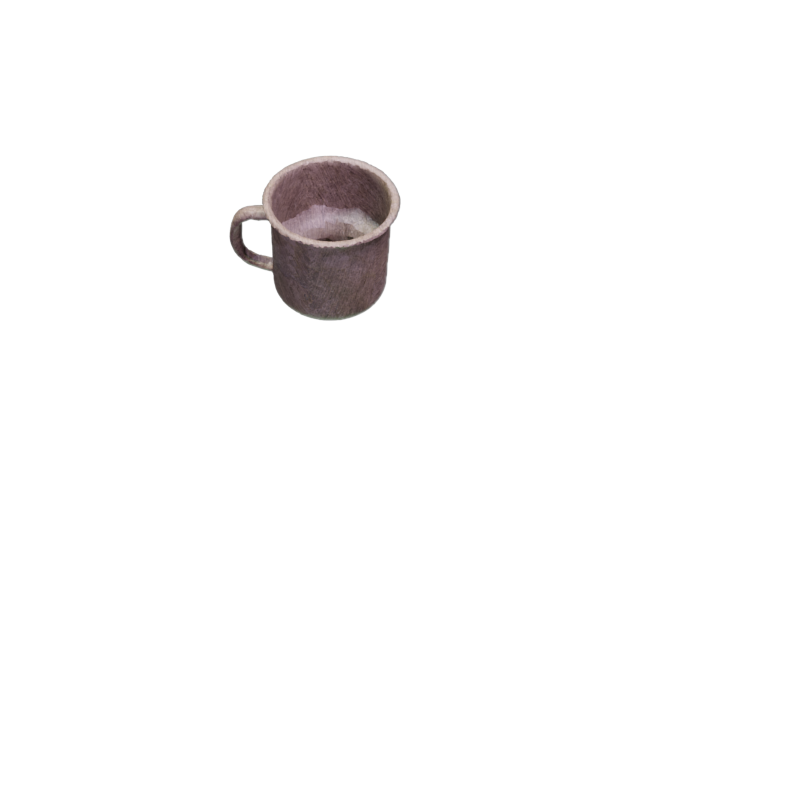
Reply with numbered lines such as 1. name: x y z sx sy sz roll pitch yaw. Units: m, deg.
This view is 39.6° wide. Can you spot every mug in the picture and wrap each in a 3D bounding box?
1. mug: -0.060 -0.110 0.772 0.117 0.100 0.076 1 -43 0
